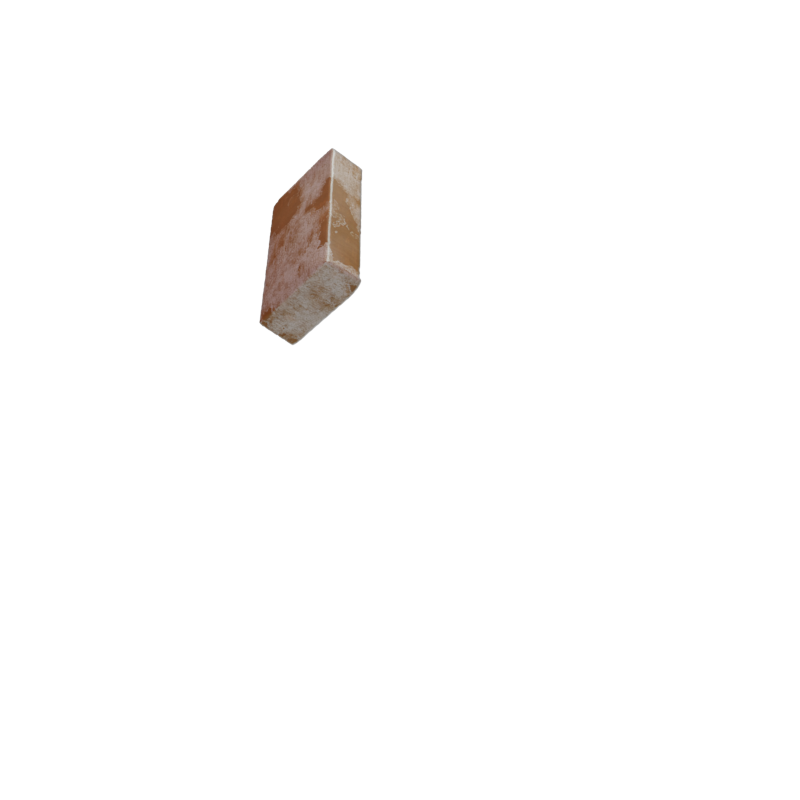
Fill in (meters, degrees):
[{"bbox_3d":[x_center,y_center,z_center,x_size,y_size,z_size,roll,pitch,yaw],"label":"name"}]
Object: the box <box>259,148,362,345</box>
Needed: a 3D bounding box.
[{"bbox_3d":[-0.078,-0.142,0.996,0.045,0.189,0.092,33,-57,-29],"label":"box"}]
